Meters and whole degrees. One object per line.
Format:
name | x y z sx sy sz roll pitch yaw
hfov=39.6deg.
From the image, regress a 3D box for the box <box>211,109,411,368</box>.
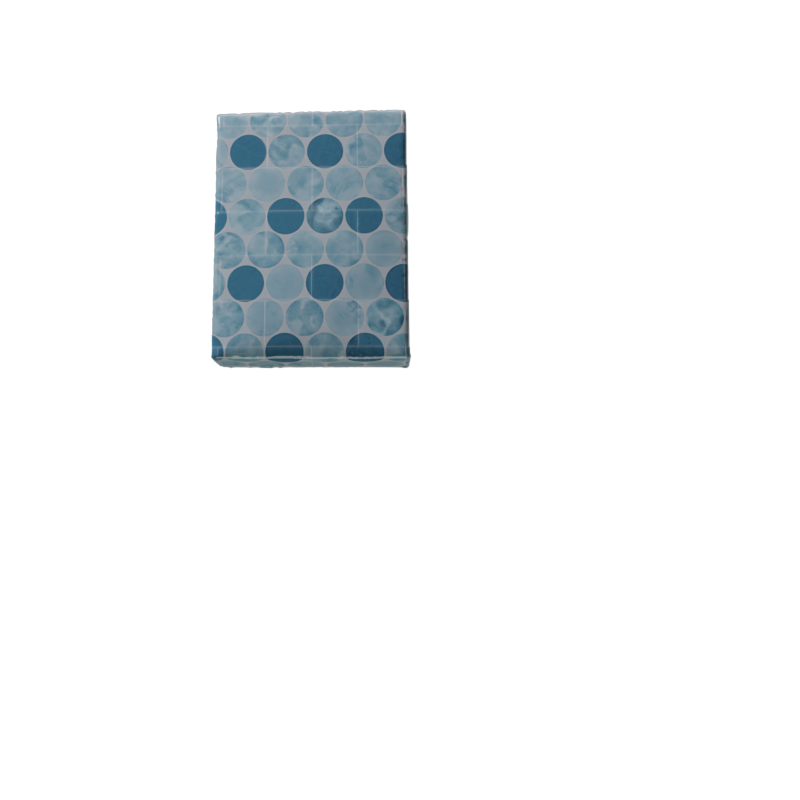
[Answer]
box | -0.074 -0.135 0.948 0.165 0.221 0.069 -1 -14 2
